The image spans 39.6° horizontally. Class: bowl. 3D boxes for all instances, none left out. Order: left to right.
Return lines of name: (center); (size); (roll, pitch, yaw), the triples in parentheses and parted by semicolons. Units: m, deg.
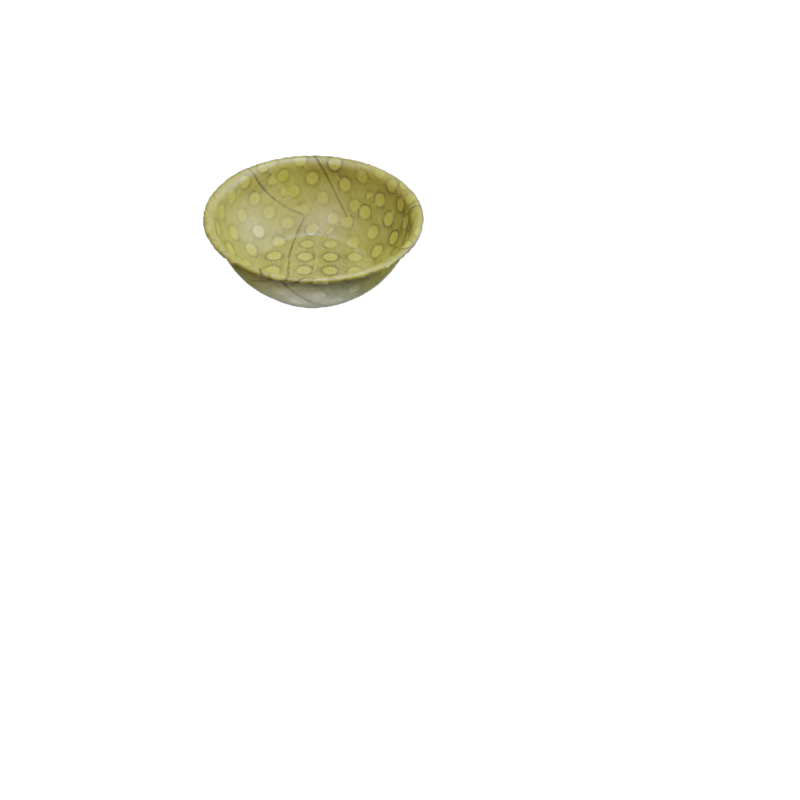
bowl: (-0.065, -0.118, 0.828); (0.162, 0.051, 0.174); (-1, 42, -2)
